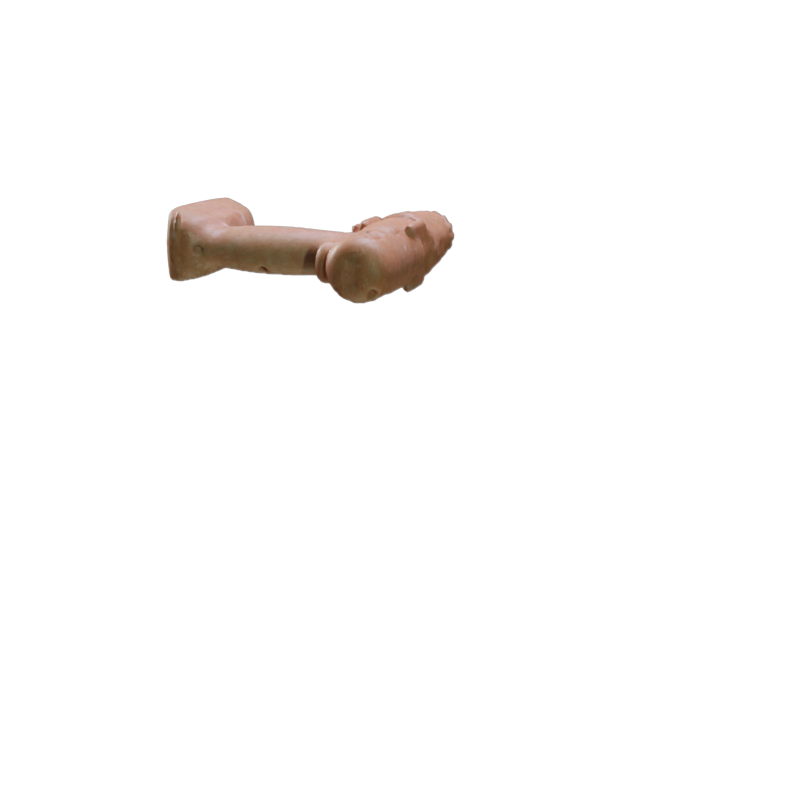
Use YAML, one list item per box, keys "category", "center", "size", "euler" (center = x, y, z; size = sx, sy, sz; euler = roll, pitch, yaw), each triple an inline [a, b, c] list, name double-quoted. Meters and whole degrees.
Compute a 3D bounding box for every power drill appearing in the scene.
- category: "power drill"
  center: [-0.065, -0.119, 0.831]
  size: [0.193, 0.056, 0.184]
  euler: [6, 16, 20]
